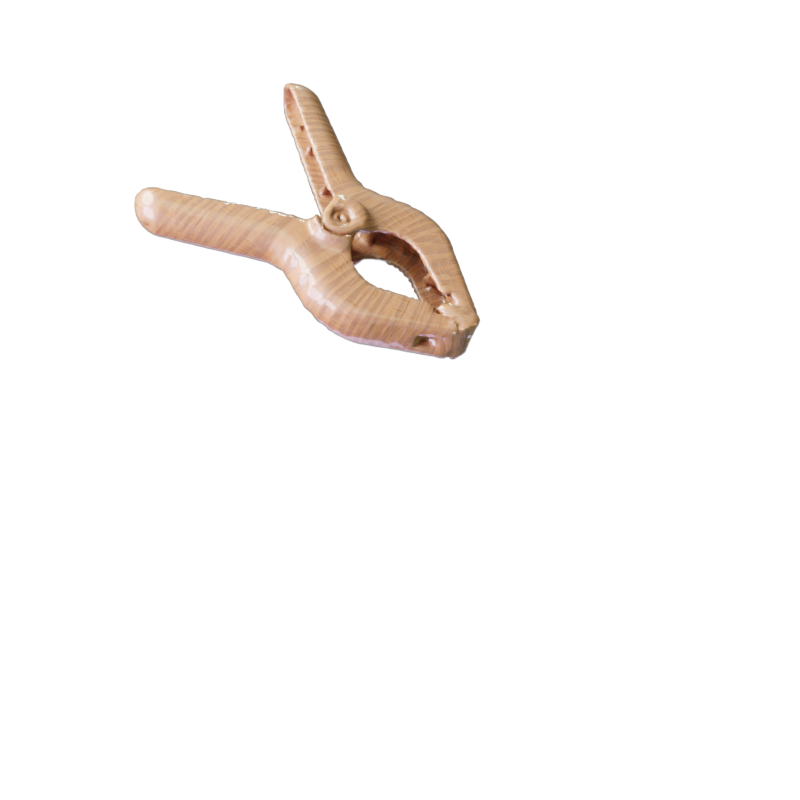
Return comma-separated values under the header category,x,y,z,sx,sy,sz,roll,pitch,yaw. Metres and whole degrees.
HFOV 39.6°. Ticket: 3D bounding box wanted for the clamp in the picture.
category,x,y,z,sx,sy,sz,roll,pitch,yaw
clamp,-0.042,-0.076,0.535,0.121,0.182,0.037,-36,-25,-20
